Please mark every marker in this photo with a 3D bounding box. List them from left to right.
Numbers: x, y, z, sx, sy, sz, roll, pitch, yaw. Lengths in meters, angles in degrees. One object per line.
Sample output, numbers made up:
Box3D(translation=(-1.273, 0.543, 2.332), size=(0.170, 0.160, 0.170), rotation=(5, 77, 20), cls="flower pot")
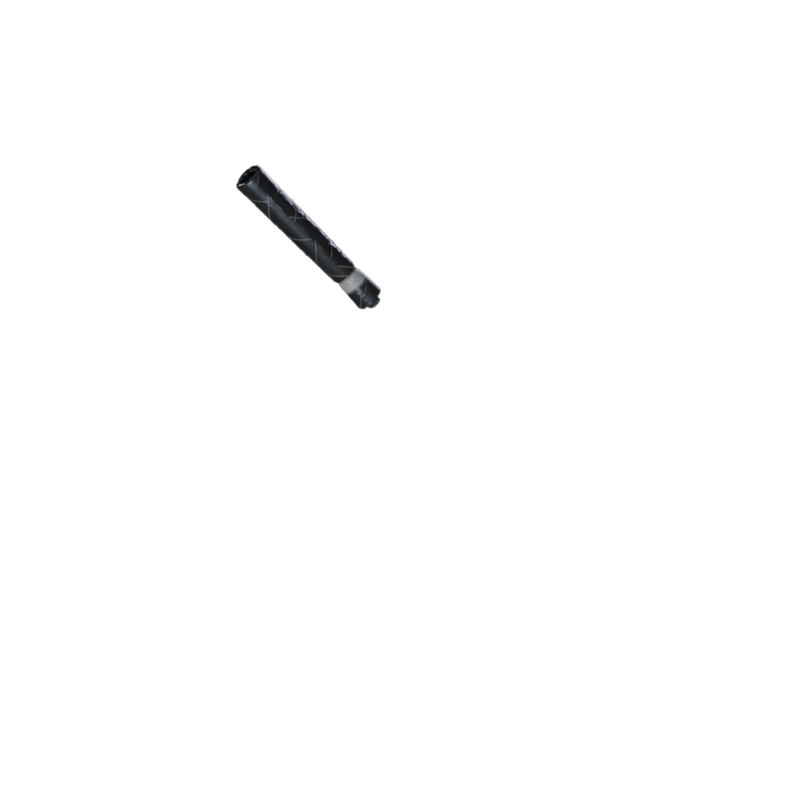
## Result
Box3D(translation=(-0.053, -0.096, 0.676), size=(0.114, 0.020, 0.020), rotation=(43, -20, -26), cls="marker")
